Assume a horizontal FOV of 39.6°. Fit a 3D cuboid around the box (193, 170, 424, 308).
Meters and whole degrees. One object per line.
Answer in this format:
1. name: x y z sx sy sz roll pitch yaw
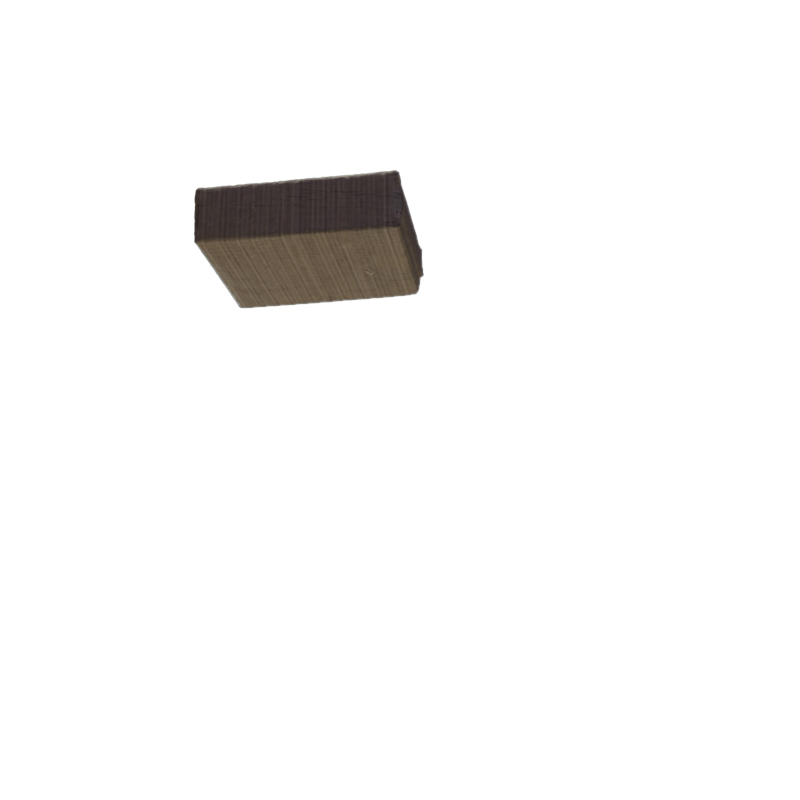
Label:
1. box: -0.038 -0.070 0.489 0.090 0.032 0.069 -4 -20 10
